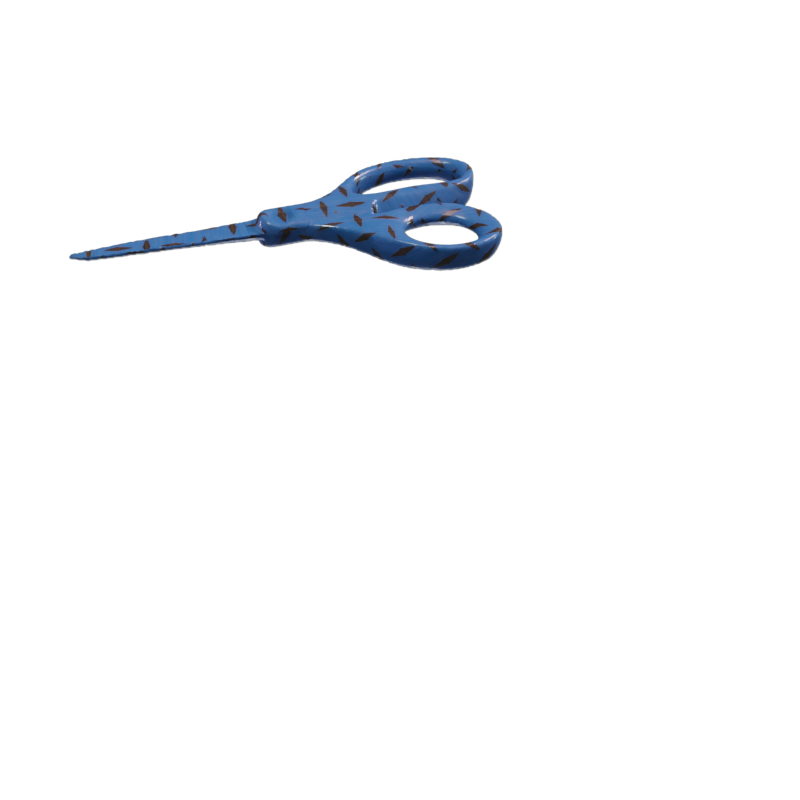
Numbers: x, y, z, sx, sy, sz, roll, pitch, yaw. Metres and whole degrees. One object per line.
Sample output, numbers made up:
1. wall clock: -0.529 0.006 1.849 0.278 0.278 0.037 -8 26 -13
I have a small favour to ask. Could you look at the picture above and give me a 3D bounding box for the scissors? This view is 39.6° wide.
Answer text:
1. scissors: -0.040 -0.073 0.510 0.200 0.015 0.104 -23 43 -27
